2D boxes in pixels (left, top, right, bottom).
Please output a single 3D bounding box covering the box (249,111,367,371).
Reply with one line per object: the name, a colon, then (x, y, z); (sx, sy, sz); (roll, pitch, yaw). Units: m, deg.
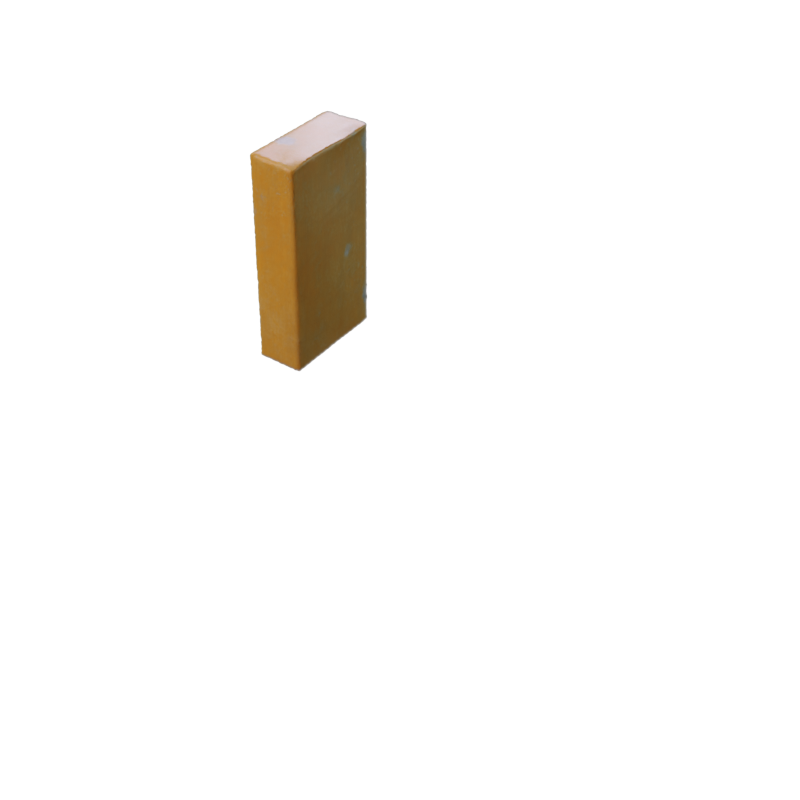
box: (-0.066, -0.120, 0.840); (0.051, 0.165, 0.094); (23, 41, 26)
